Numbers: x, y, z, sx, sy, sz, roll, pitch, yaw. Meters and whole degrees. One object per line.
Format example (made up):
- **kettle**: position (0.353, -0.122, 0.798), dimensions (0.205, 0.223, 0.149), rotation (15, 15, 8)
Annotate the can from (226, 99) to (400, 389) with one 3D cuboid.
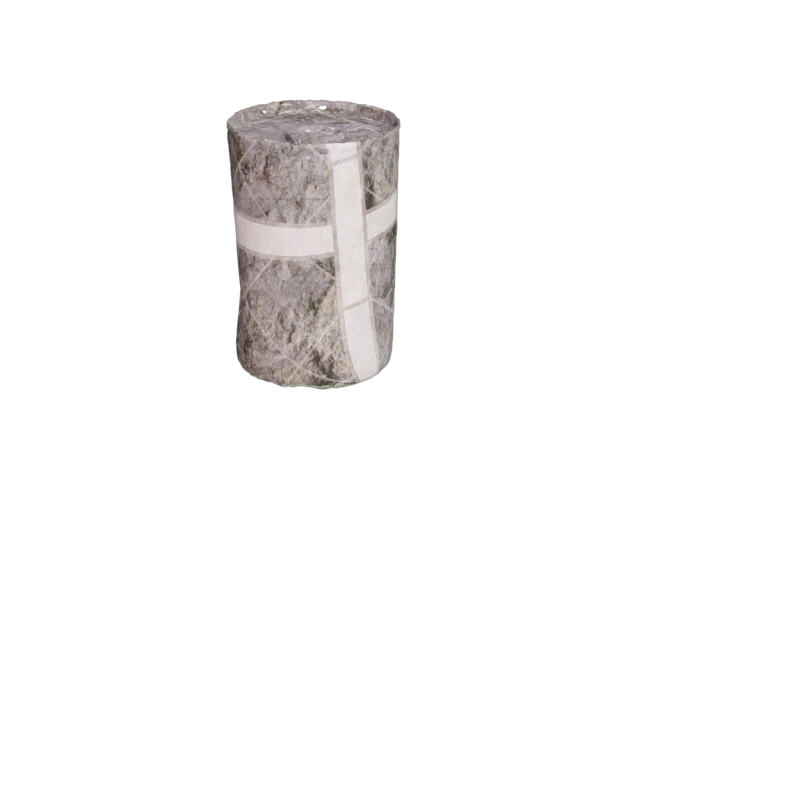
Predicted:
- **can**: position (-0.035, -0.064, 0.449), dimensions (0.068, 0.097, 0.072), rotation (0, 24, -2)
